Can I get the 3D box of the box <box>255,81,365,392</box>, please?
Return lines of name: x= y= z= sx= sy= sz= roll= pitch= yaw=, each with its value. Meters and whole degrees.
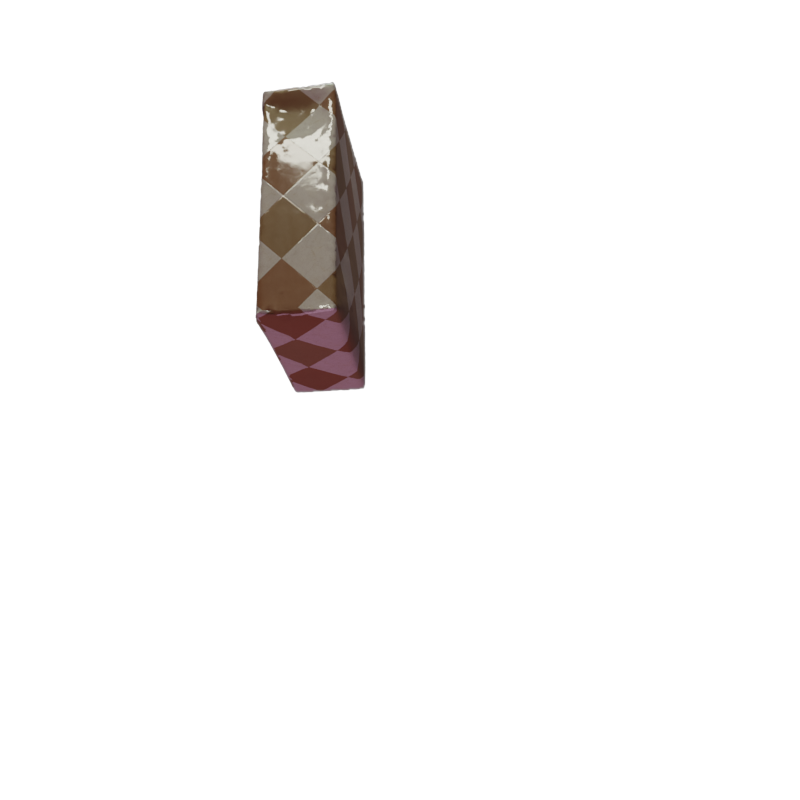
box: x=-0.074 y=-0.135 z=0.947 sx=0.072 sy=0.227 sz=0.153 roll=-5 pitch=-26 yaw=6
